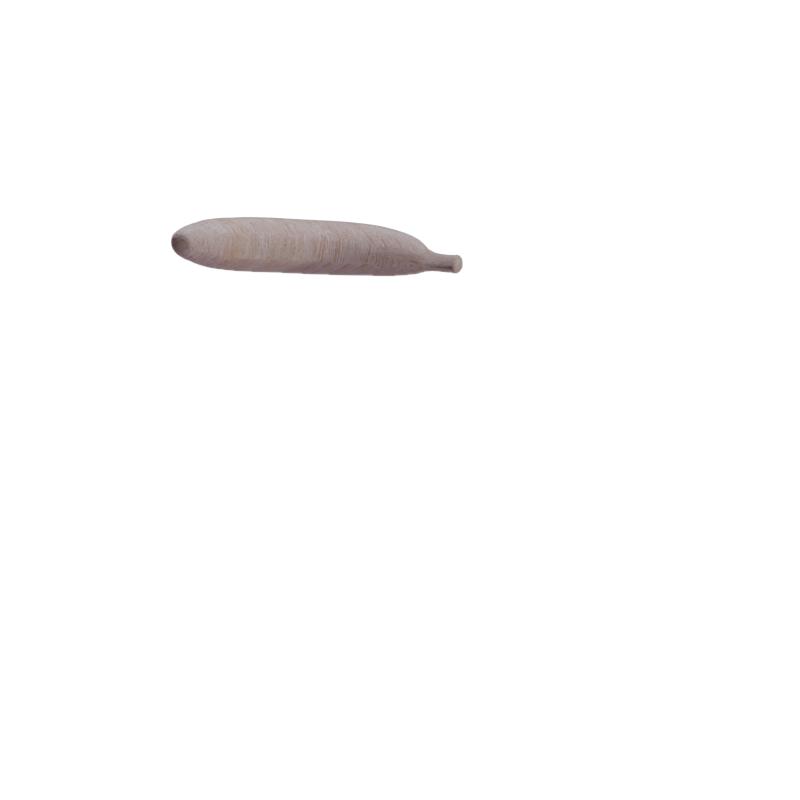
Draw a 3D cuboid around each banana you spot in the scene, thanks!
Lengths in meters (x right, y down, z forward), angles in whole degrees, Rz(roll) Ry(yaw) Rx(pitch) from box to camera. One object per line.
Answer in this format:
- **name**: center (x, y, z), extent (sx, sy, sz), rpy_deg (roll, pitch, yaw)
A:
- **banana**: center (-0.060, -0.102, 0.730), extent (0.192, 0.037, 0.071), rpy_deg (-1, 0, -23)
